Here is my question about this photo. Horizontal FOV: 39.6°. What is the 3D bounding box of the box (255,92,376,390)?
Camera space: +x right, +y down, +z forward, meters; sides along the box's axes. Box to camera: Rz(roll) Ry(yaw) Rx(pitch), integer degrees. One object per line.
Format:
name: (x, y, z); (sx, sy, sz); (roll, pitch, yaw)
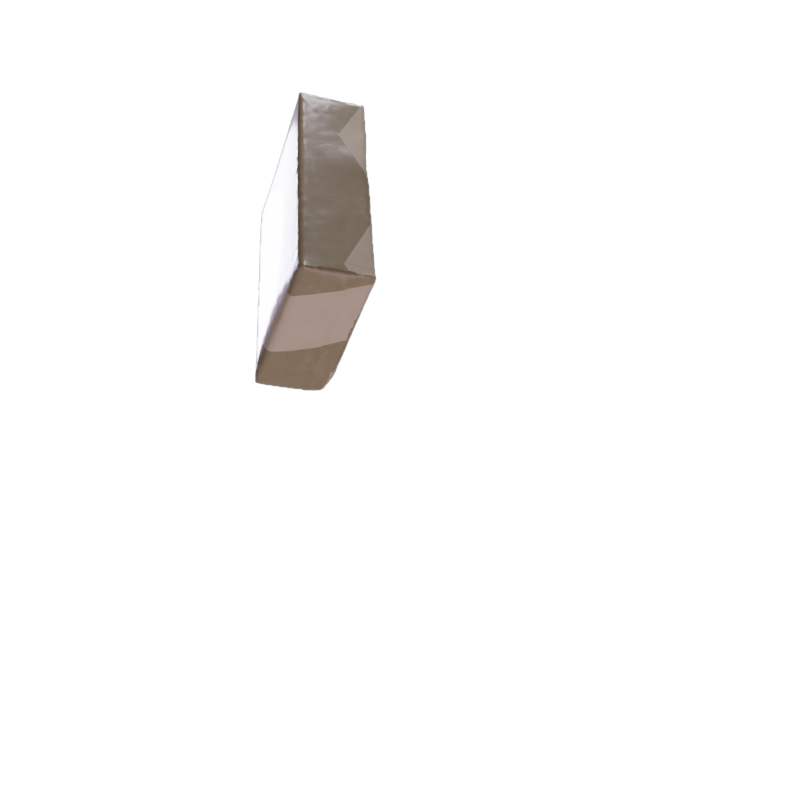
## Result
box: (-0.078, -0.141, 0.991); (0.070, 0.229, 0.156); (10, -41, -15)
